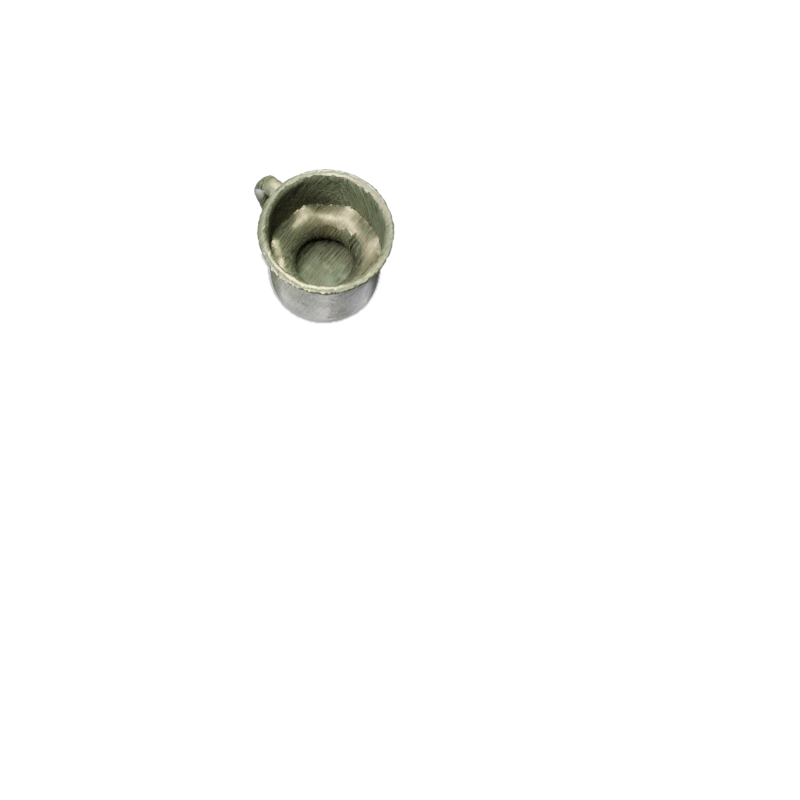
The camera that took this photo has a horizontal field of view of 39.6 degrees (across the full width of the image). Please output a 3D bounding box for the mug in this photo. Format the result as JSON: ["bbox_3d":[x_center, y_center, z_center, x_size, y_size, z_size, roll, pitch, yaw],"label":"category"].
[{"bbox_3d":[-0.062,-0.113,0.792,0.122,0.094,0.078,42,-16,13],"label":"mug"}]
